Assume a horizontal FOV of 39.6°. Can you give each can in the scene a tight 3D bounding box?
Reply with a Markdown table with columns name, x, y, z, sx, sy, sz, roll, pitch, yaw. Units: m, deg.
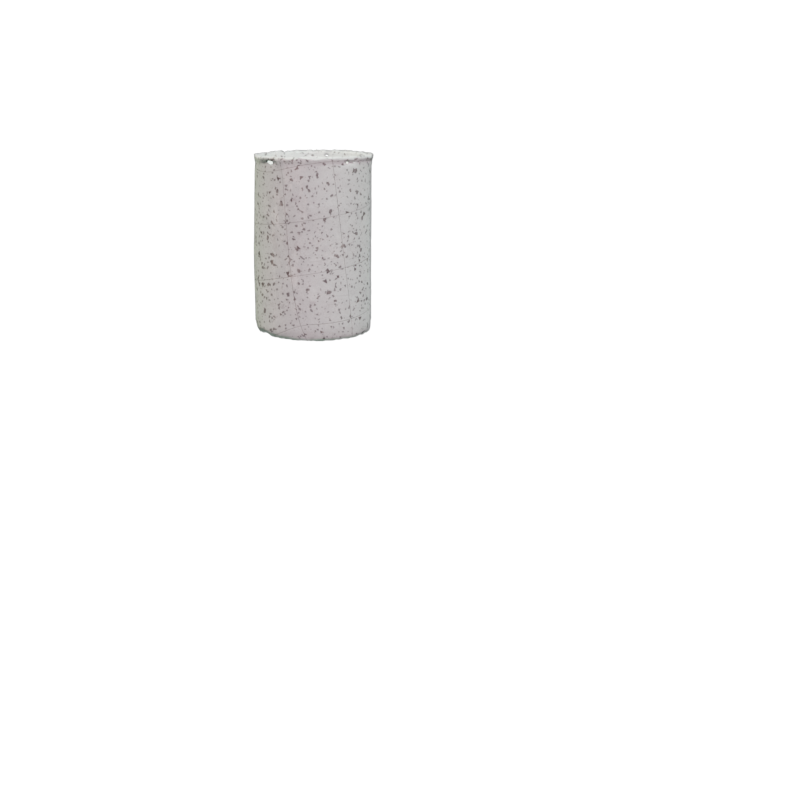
| name | x | y | z | sx | sy | sz | roll | pitch | yaw |
| --- | --- | --- | --- | --- | --- | --- | --- | --- | --- |
| can | -0.050 | -0.091 | 0.636 | 0.068 | 0.100 | 0.070 | 0 | 11 | -2 |
